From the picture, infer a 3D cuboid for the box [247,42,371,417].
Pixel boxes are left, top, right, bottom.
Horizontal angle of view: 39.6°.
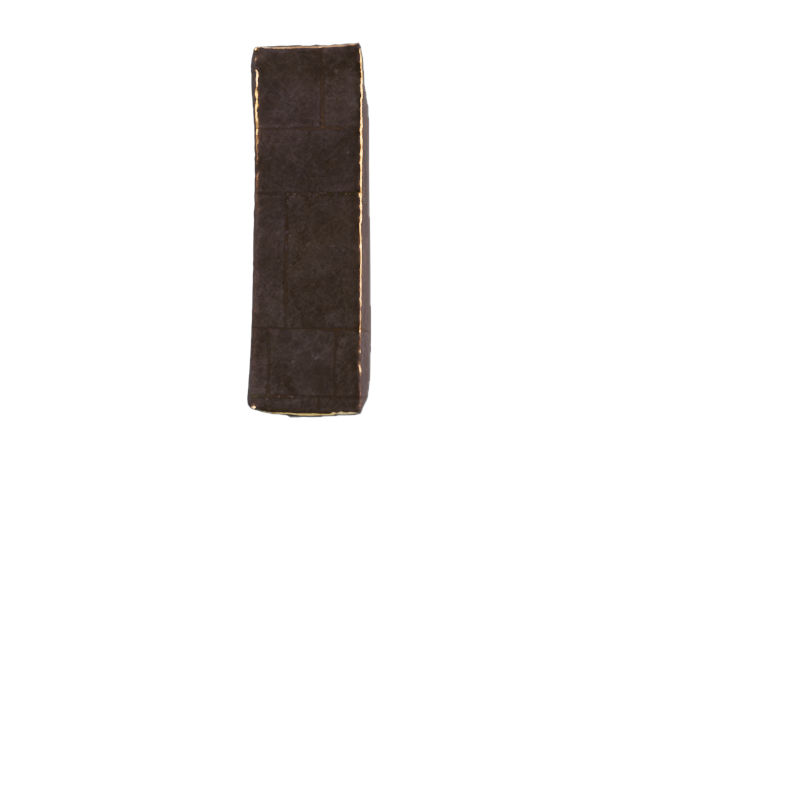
[{"bbox_3d":[-0.055,-0.100,0.702,0.072,0.217,0.162,0,-3,0],"label":"box"}]
